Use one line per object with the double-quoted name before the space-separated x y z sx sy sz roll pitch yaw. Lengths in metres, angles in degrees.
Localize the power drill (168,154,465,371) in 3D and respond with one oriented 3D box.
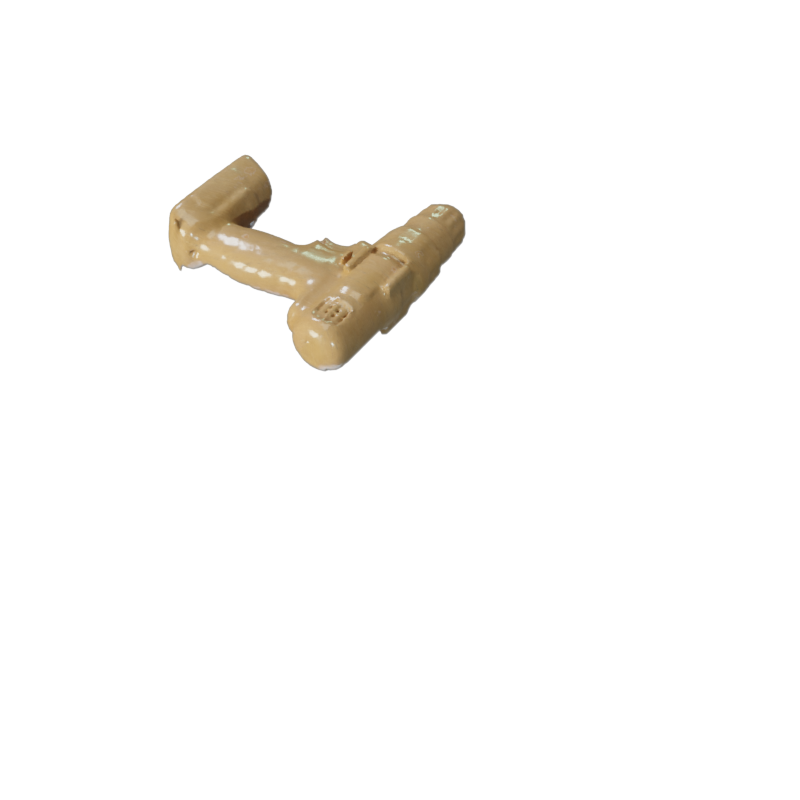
"power drill" -0.065 -0.119 0.837 0.198 0.053 0.188 26 49 25
